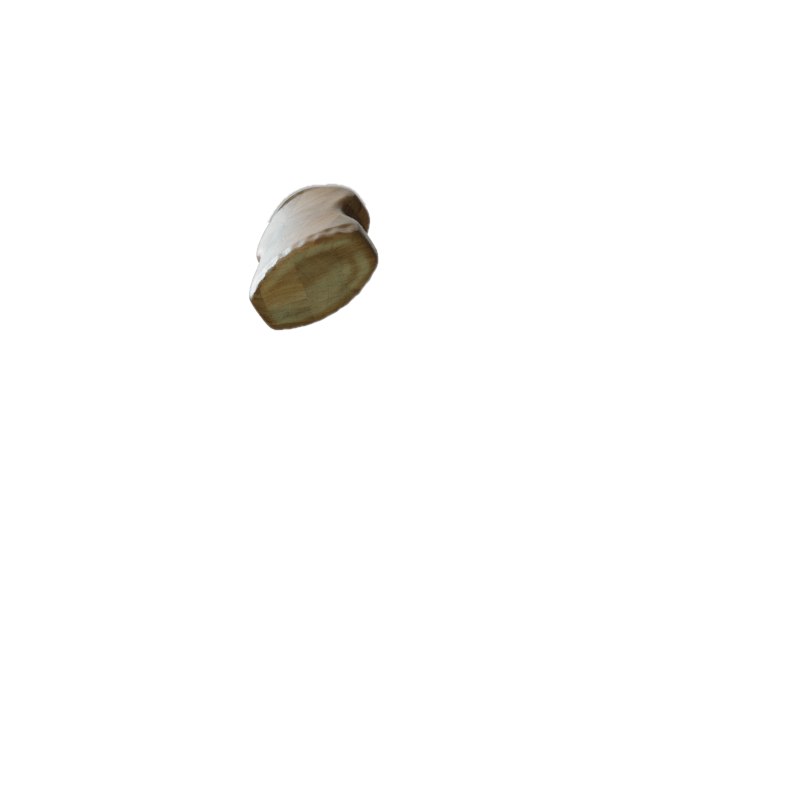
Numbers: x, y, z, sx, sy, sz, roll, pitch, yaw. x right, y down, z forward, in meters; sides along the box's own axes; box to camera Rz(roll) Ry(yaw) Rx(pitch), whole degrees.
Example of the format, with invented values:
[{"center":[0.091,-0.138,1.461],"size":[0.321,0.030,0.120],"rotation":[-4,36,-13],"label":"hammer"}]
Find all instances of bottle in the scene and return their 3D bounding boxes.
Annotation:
[{"center":[-0.069,-0.125,0.876],"size":[0.096,0.056,0.202],"rotation":[-33,23,11],"label":"bottle"}]
